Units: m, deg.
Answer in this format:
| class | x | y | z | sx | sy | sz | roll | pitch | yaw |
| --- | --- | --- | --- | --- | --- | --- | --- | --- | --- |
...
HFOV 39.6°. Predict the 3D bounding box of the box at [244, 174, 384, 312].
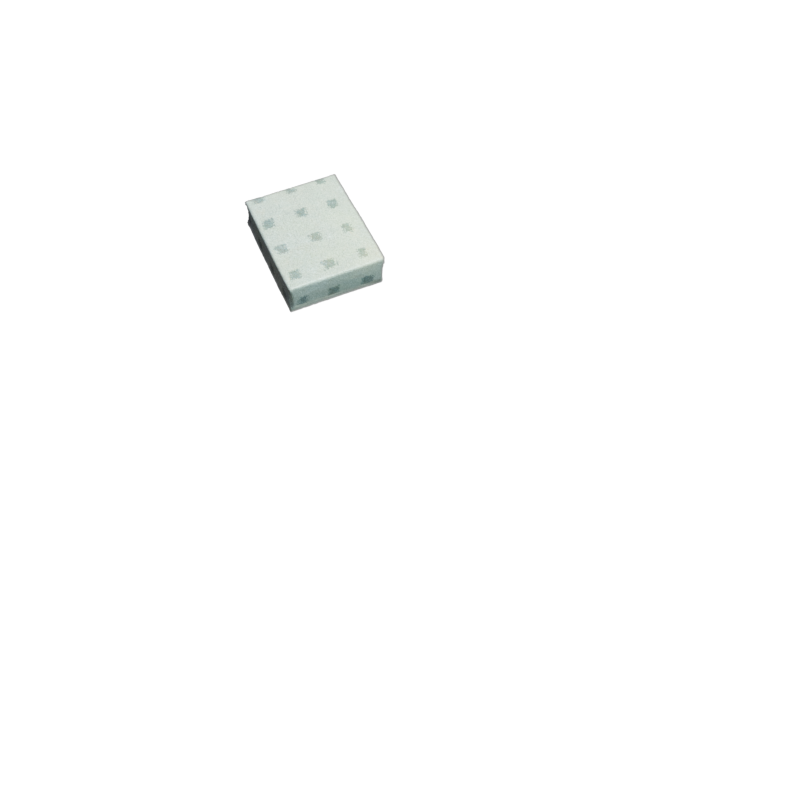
| class | x | y | z | sx | sy | sz | roll | pitch | yaw |
| --- | --- | --- | --- | --- | --- | --- | --- | --- | --- |
| box | -0.077 | -0.141 | 0.988 | 0.089 | 0.123 | 0.036 | -19 | -36 | -15 |
